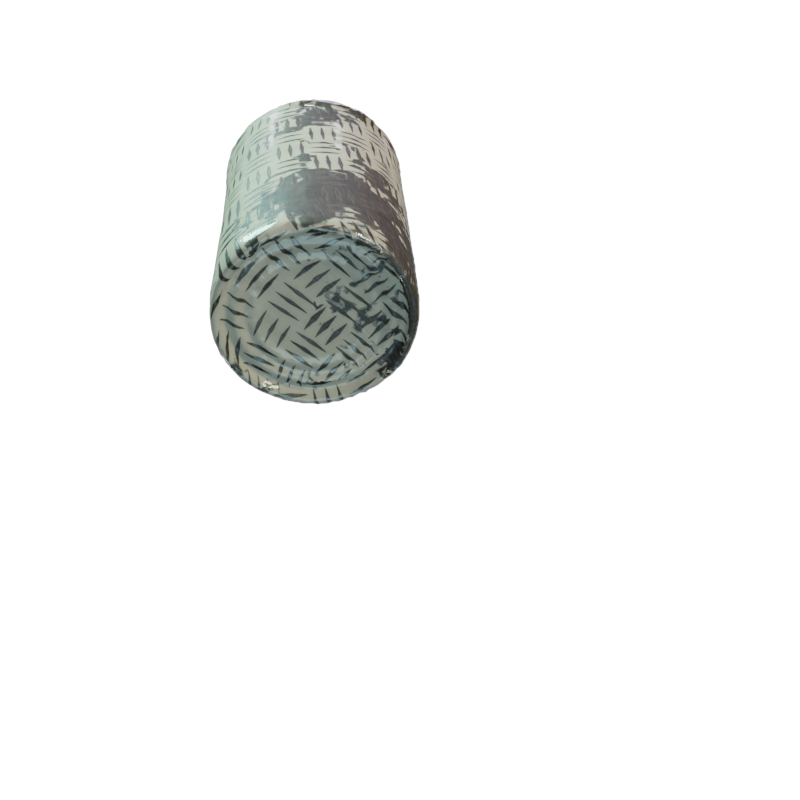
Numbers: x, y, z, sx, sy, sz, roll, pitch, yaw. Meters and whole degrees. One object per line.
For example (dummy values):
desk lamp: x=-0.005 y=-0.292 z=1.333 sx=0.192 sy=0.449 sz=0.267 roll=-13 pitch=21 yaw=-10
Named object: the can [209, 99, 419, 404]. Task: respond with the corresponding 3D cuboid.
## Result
can: x=-0.030 y=-0.055 z=0.387 sx=0.068 sy=0.064 sz=0.109 roll=-1 pitch=33 yaw=-3
